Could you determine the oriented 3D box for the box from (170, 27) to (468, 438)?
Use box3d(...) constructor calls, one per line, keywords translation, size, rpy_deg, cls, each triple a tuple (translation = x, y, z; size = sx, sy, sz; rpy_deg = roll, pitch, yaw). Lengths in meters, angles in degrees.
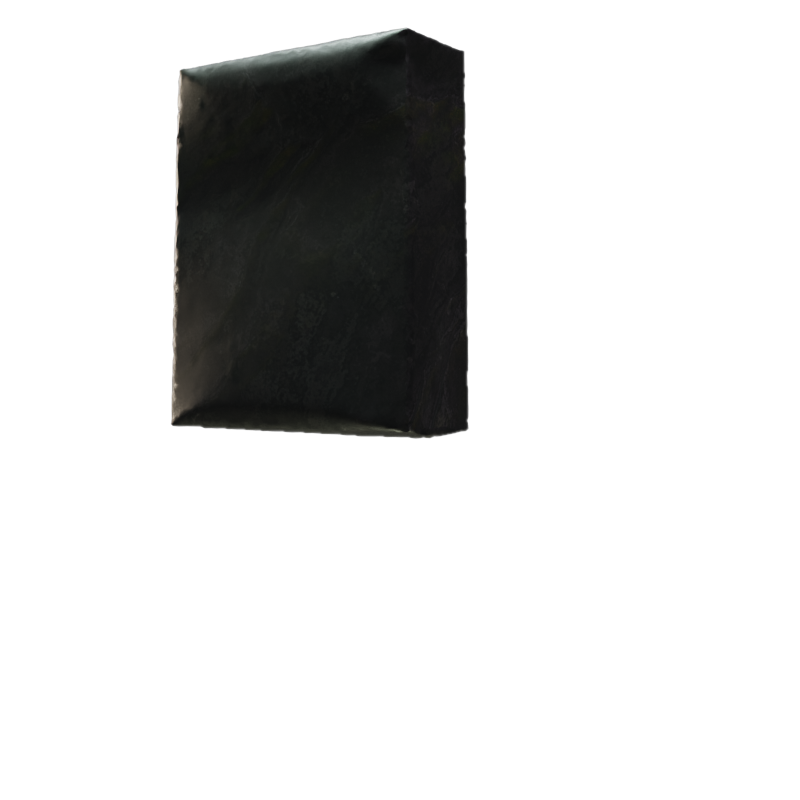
box3d(translation=(-0.049, -0.090, 0.629), size=(0.170, 0.216, 0.069), rpy_deg=(-2, -5, 33), cls="box")
